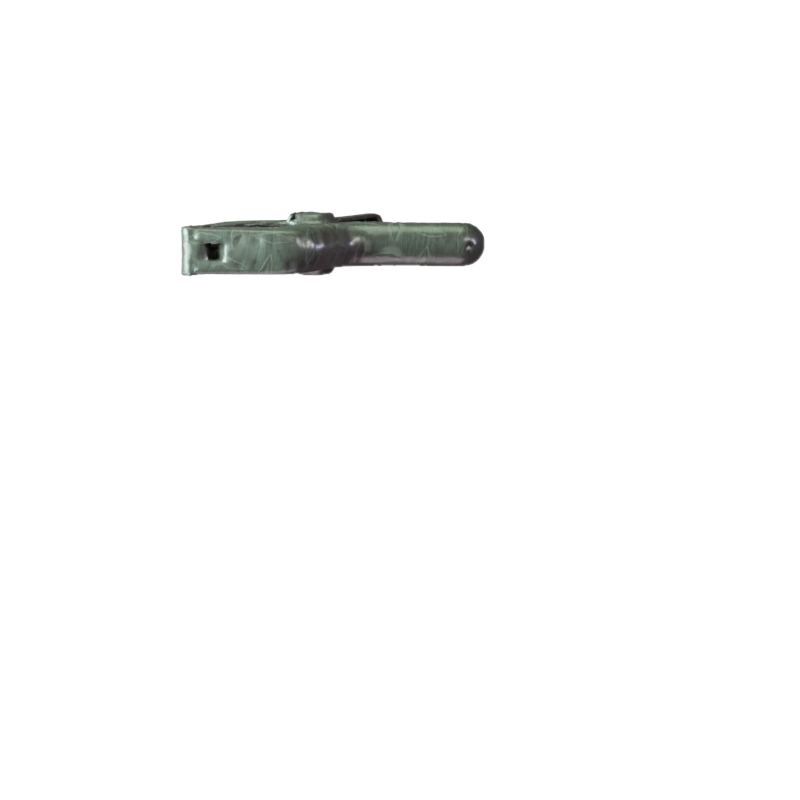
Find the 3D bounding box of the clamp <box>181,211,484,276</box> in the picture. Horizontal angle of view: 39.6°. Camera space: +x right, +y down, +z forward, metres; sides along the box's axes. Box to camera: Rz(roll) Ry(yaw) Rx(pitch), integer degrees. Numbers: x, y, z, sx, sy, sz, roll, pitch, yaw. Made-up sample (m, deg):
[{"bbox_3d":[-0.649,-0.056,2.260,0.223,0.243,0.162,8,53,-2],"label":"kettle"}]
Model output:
[{"bbox_3d":[-0.051,-0.093,0.653,0.167,0.039,0.124,-3,7,-22],"label":"clamp"}]
